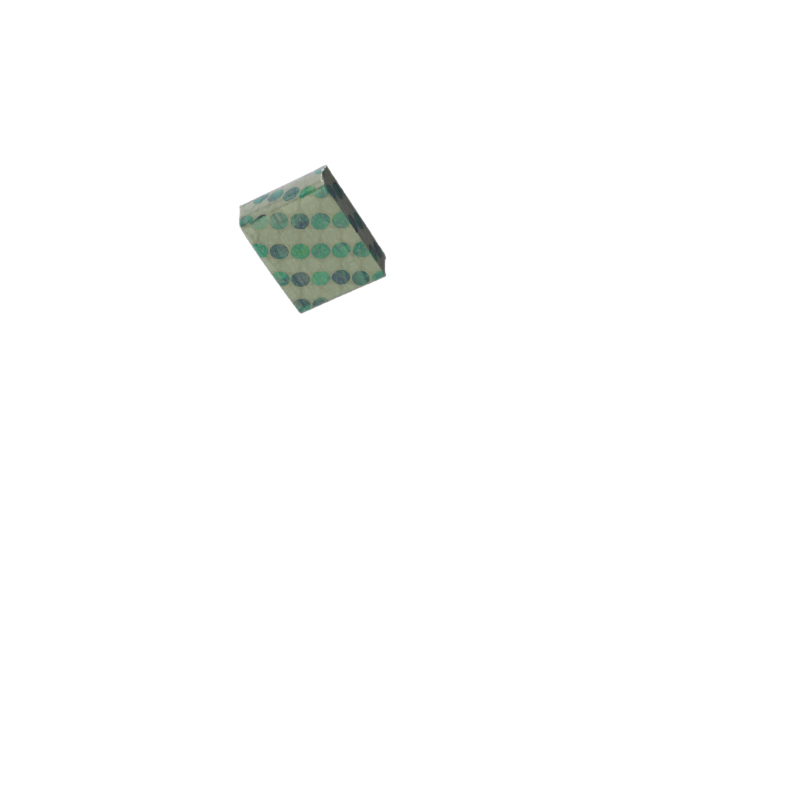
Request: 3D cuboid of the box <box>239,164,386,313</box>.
[{"bbox_3d":[-0.076,-0.139,0.974,0.090,0.105,0.042,-23,35,17],"label":"box"}]
